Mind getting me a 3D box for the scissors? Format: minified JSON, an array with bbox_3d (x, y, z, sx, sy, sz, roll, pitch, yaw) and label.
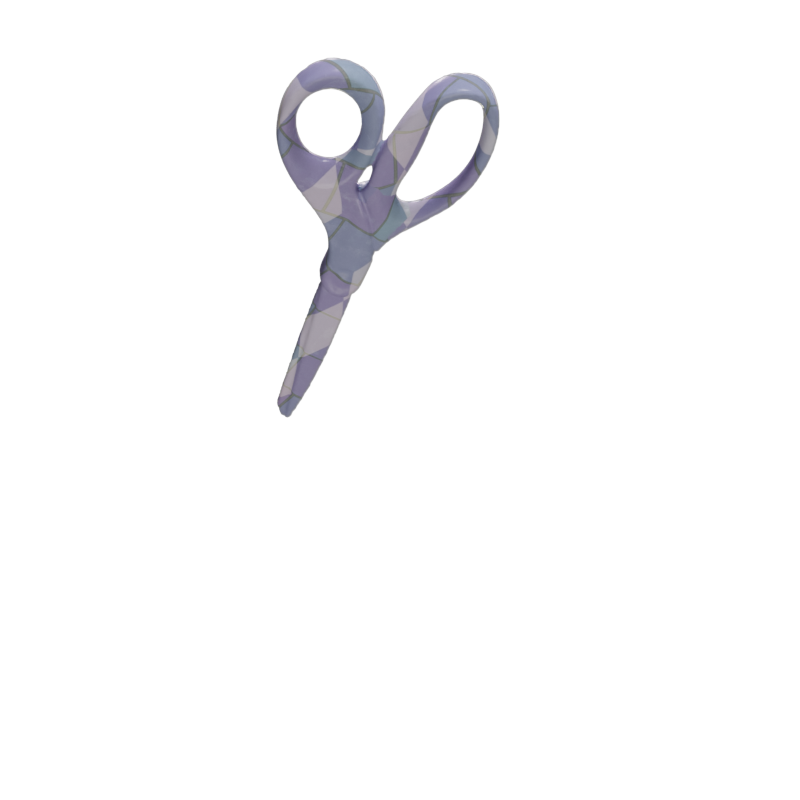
[{"bbox_3d":[-0.037,-0.068,0.477,0.092,0.017,0.197,27,-54,-23],"label":"scissors"}]
